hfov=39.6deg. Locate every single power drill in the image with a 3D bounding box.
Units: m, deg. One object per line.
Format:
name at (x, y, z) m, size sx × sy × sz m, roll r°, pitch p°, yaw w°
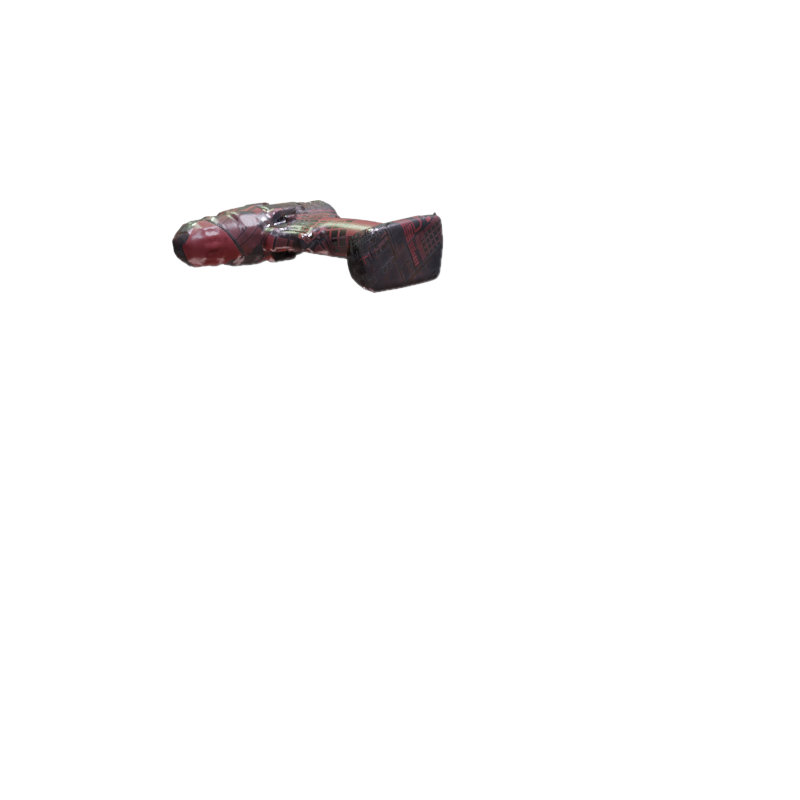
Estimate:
power drill at (-0.074, -0.134, 0.940) m, size 0.198 × 0.055 × 0.181 m, roll 16°, pitch 24°, yaw 38°
